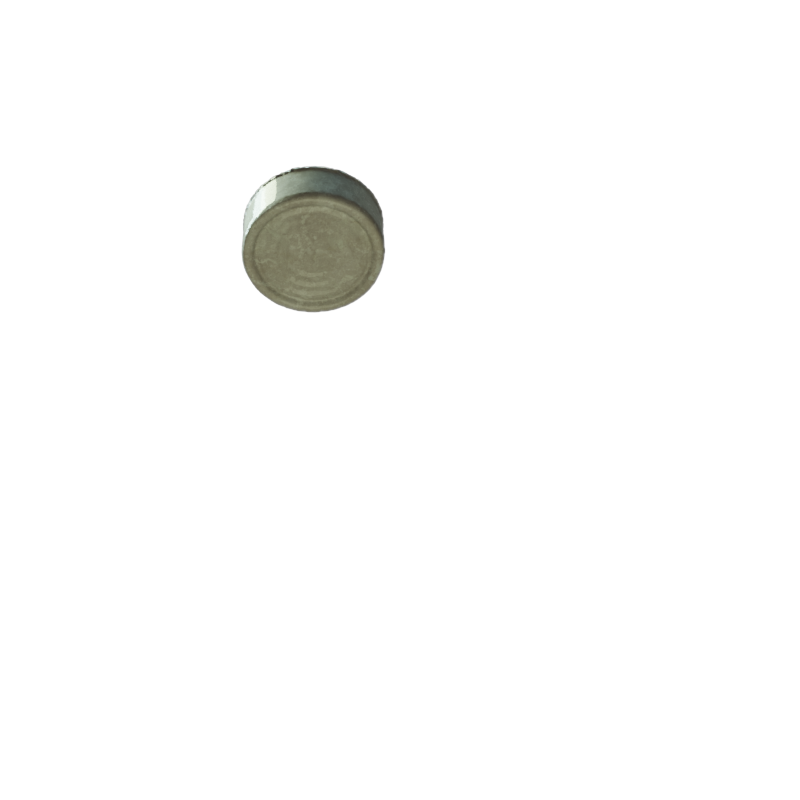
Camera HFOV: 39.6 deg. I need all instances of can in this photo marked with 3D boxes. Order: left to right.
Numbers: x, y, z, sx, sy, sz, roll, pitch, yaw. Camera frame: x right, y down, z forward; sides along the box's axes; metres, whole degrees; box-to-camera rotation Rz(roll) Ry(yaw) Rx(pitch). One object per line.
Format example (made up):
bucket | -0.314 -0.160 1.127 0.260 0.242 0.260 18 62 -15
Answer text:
can | -0.052 -0.094 0.661 0.086 0.080 0.036 1 37 -1
